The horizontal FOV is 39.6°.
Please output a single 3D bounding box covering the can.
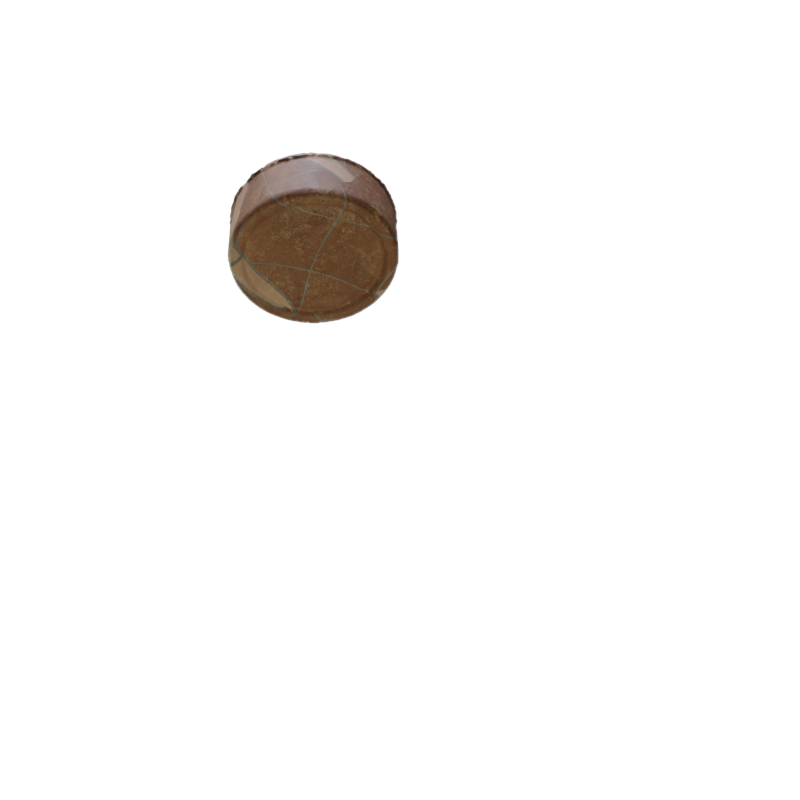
[{"bbox_3d":[-0.044,-0.080,0.557,0.086,0.080,0.036,1,42,-1],"label":"can"}]
